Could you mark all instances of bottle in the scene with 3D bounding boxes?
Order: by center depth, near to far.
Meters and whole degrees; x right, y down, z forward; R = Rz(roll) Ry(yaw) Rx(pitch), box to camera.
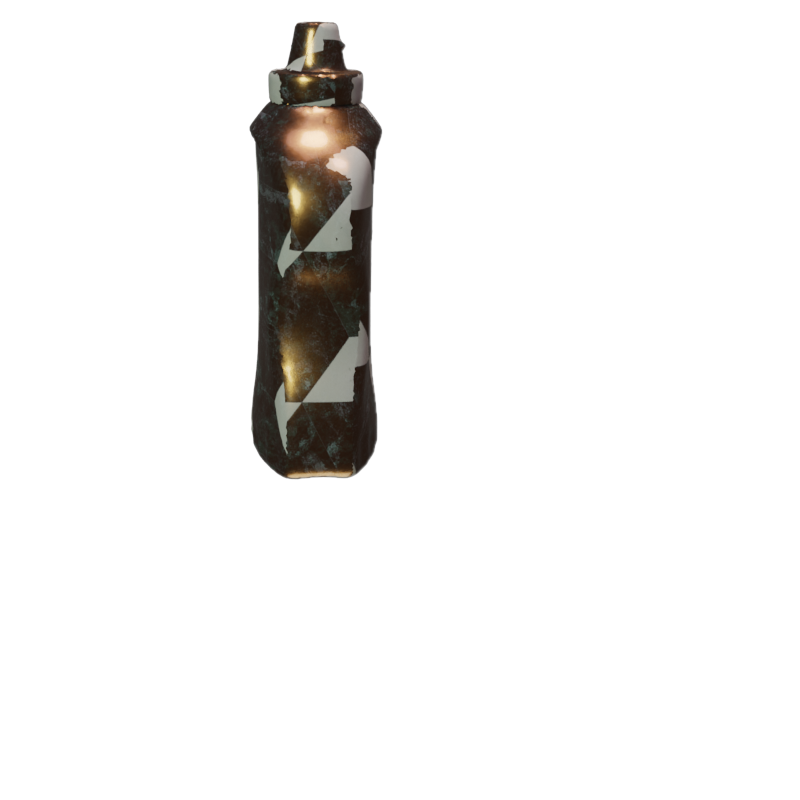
[{"bbox_3d":[-0.038,-0.070,0.494,0.058,0.185,0.100,0,15,-5],"label":"bottle"}]
